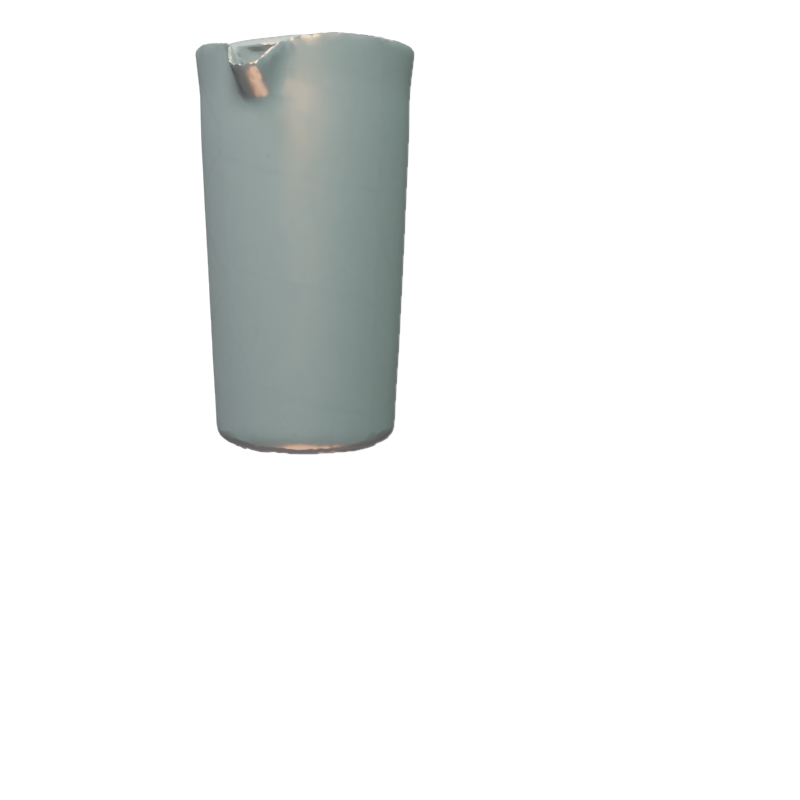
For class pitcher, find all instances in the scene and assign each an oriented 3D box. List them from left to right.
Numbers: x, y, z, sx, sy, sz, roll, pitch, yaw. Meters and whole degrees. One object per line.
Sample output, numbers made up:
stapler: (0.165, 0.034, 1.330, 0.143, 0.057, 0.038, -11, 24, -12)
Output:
pitcher: (-0.054, -0.098, 0.684, 0.145, 0.243, 0.149, -1, 1, -25)
